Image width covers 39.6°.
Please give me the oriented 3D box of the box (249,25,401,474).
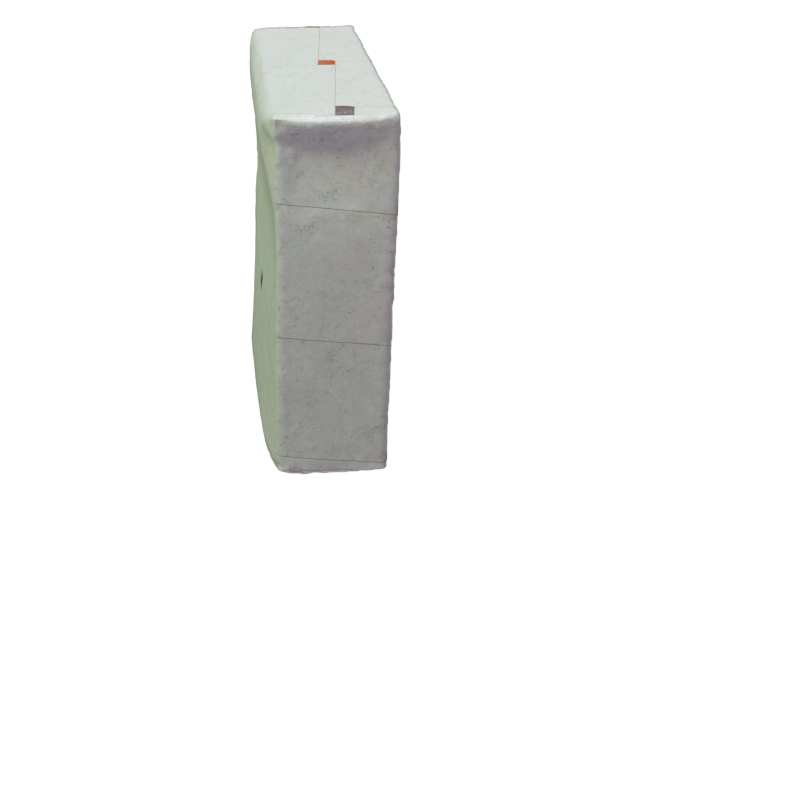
[{"bbox_3d":[-0.050,-0.092,0.643,0.071,0.202,0.176,-3,30,-9],"label":"box"}]
